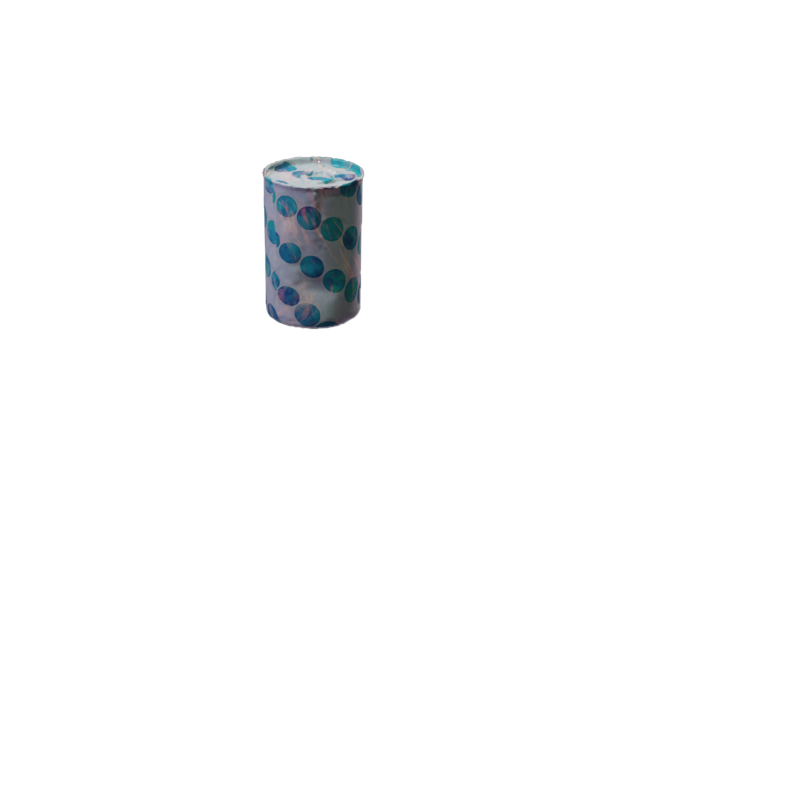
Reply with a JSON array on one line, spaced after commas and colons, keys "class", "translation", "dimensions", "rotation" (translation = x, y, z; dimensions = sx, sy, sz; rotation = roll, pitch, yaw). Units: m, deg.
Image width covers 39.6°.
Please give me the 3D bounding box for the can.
[{"class": "can", "translation": [-0.059, -0.108, 0.757], "dimensions": [0.068, 0.097, 0.072], "rotation": [0, 24, -2]}]
